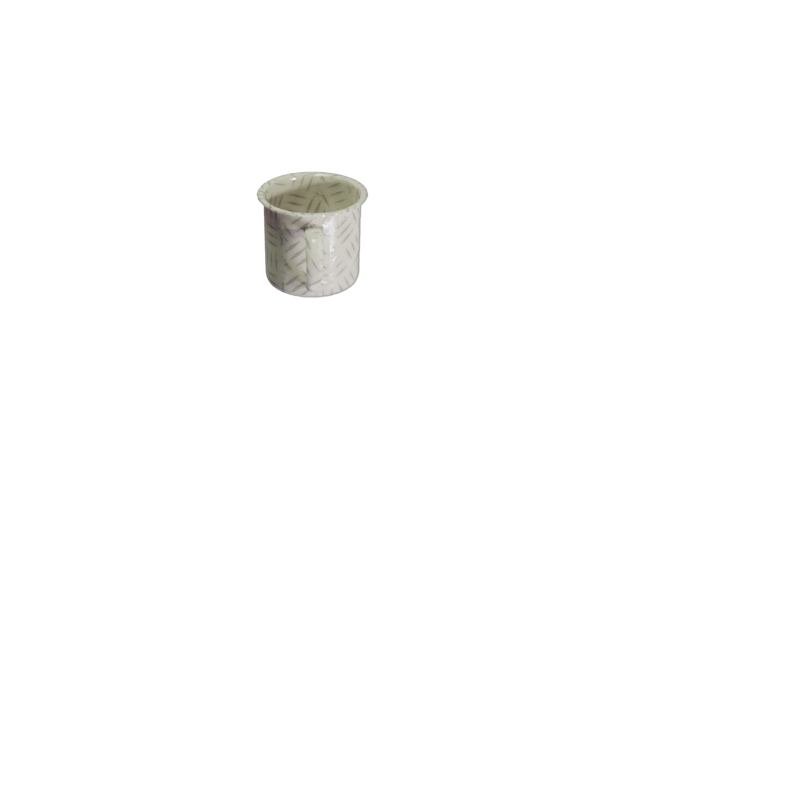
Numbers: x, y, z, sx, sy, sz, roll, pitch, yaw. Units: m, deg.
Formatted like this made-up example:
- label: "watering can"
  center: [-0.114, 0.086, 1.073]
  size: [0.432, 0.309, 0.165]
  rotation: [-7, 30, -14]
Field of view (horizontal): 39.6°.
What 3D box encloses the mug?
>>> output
- label: "mug"
  center: [-0.073, -0.133, 0.935]
  size: [0.093, 0.077, 0.125]
  rotation: [-3, 31, -6]
